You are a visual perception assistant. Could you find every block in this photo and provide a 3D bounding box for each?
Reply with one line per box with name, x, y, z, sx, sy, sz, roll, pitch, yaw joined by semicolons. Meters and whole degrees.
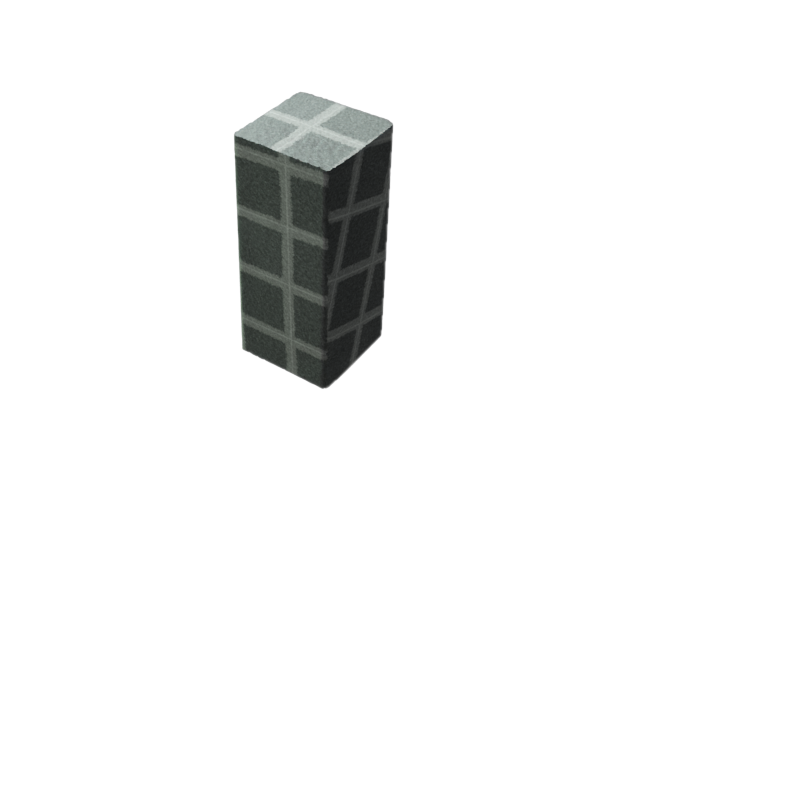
block;-0.069;-0.126;0.883;0.095;0.193;0.092;24;42;25
